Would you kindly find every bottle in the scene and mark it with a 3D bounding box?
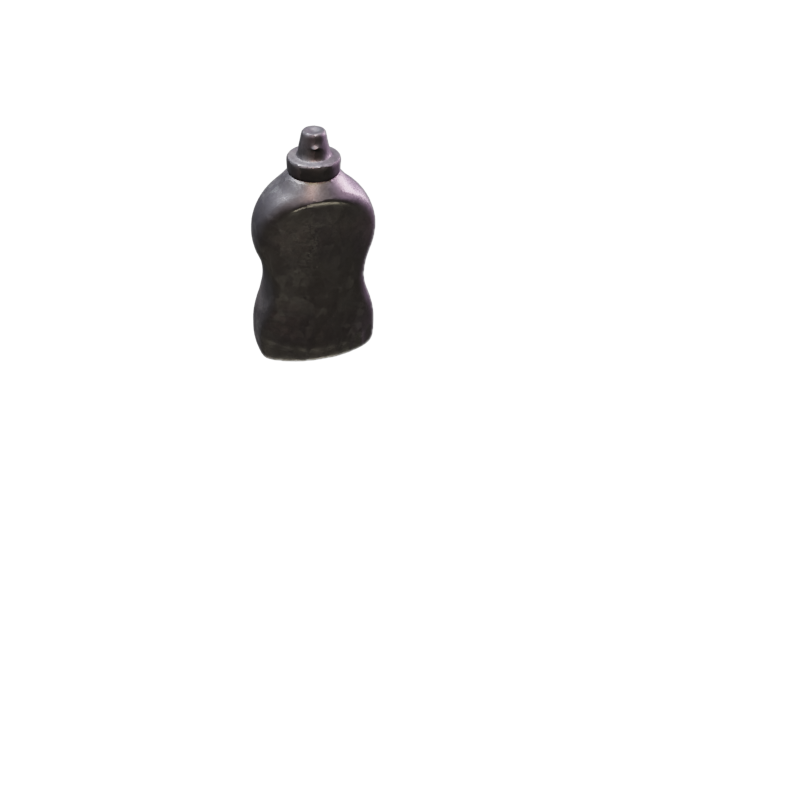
[{"bbox_3d":[-0.068,-0.123,0.864,0.095,0.180,0.063,-7,34,-14],"label":"bottle"}]
